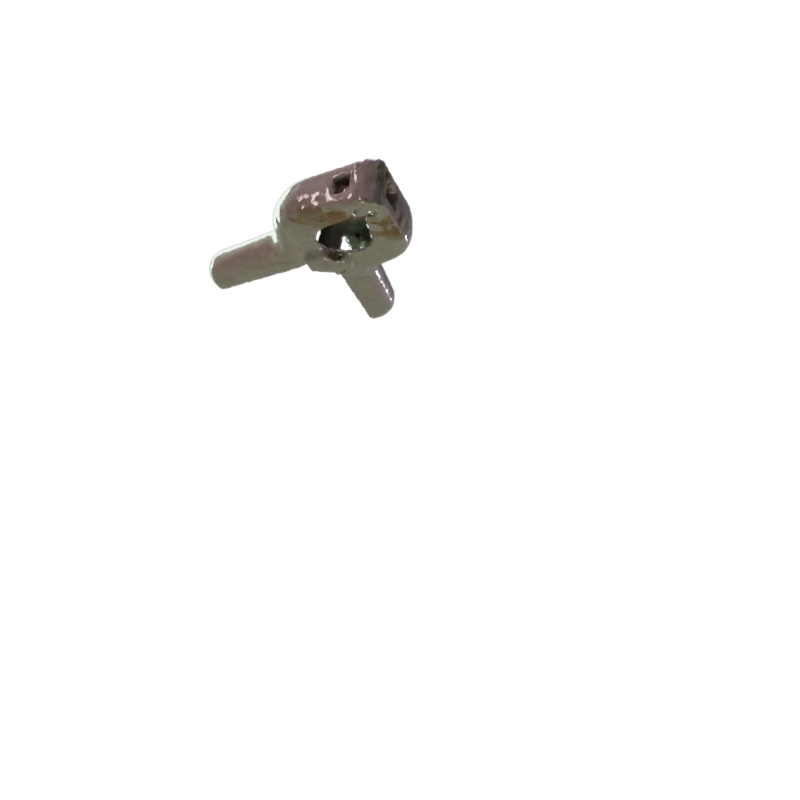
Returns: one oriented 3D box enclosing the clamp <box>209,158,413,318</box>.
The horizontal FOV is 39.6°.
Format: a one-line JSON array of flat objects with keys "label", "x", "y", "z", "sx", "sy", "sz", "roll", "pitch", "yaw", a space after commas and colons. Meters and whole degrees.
[{"label": "clamp", "x": -0.051, "y": -0.093, "z": 0.651, "sx": 0.119, "sy": 0.041, "sz": 0.164, "roll": 3, "pitch": -21, "yaw": -8}]
